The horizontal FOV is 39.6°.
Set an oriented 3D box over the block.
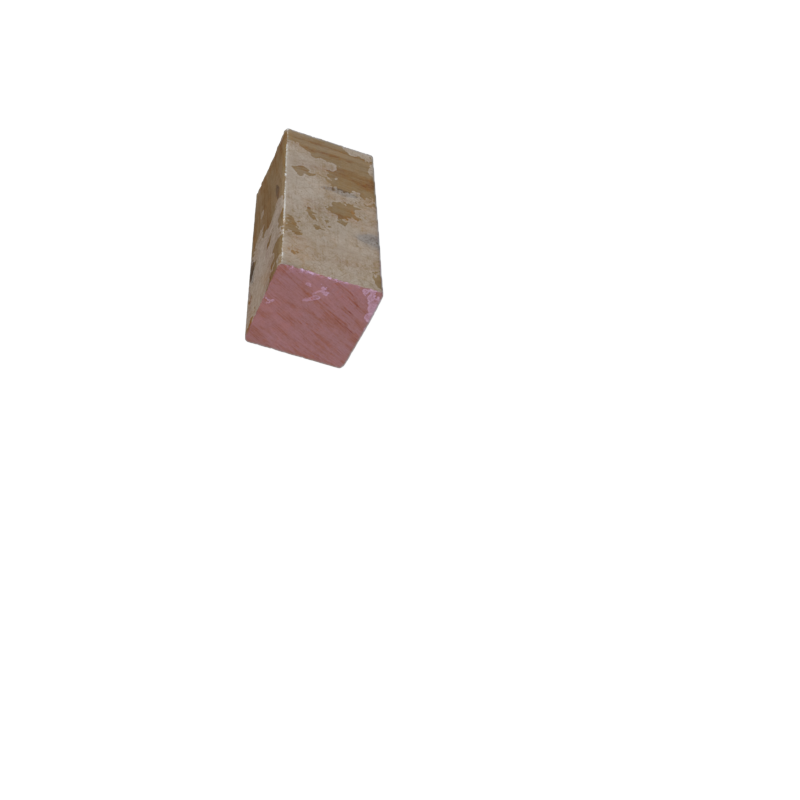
[{"bbox_3d":[-0.076,-0.138,0.974,0.088,0.086,0.221,16,38,-17],"label":"block"}]
